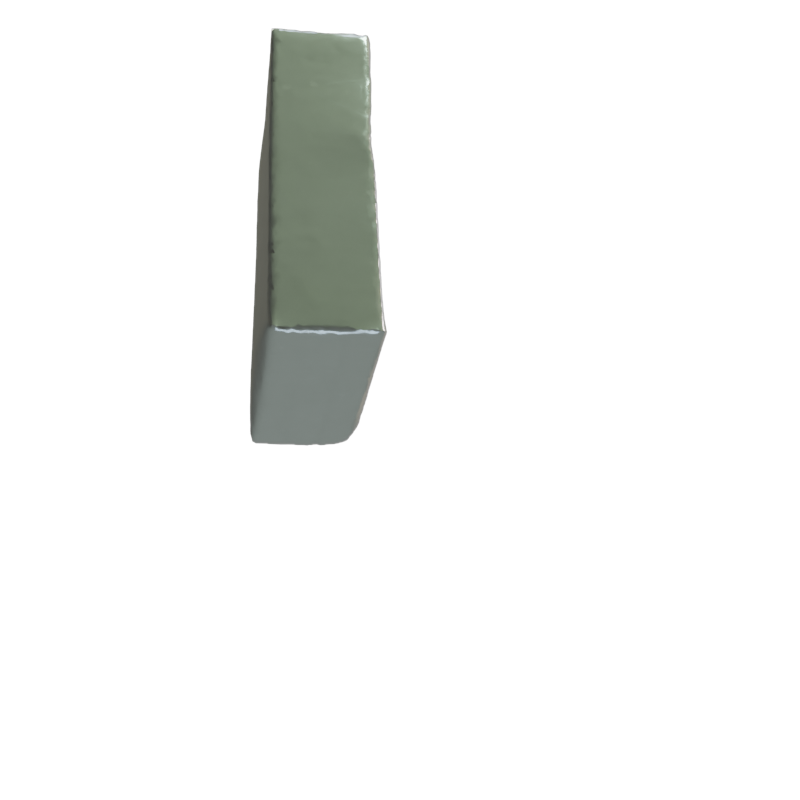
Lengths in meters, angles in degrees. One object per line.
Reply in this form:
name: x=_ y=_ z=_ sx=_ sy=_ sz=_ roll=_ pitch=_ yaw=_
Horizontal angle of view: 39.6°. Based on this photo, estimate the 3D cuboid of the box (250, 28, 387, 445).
box: x=-0.055 y=-0.100 z=0.703 sx=0.071 sy=0.228 sz=0.156 roll=3 pitch=-29 yaw=-9
